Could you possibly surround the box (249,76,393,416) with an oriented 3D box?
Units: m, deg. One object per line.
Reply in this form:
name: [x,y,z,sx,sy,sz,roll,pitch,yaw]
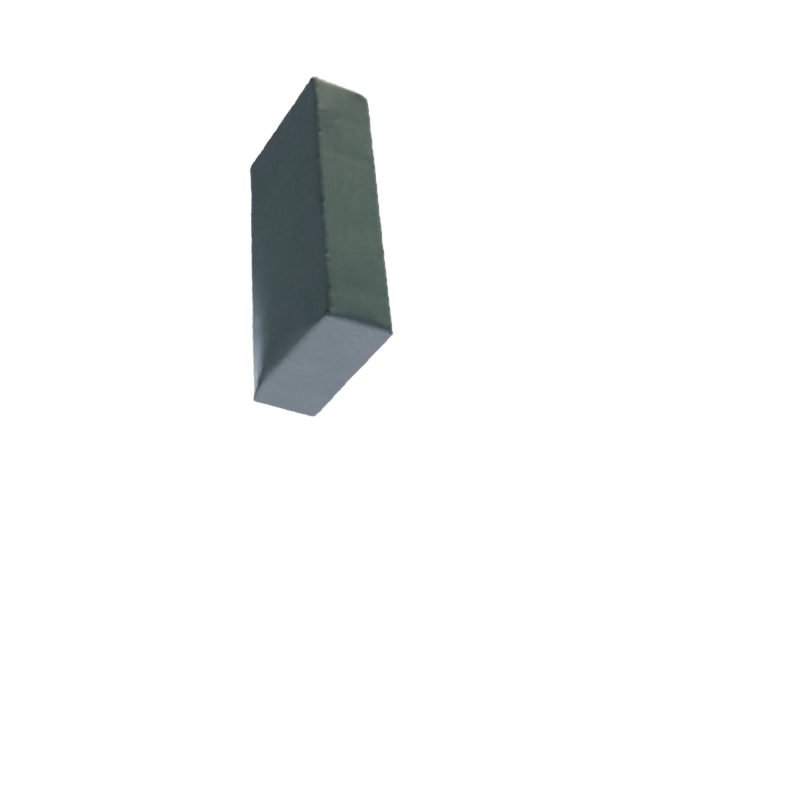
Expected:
box: [-0.049,-0.091,0.636,0.046,0.189,0.091,18,-41,-26]
